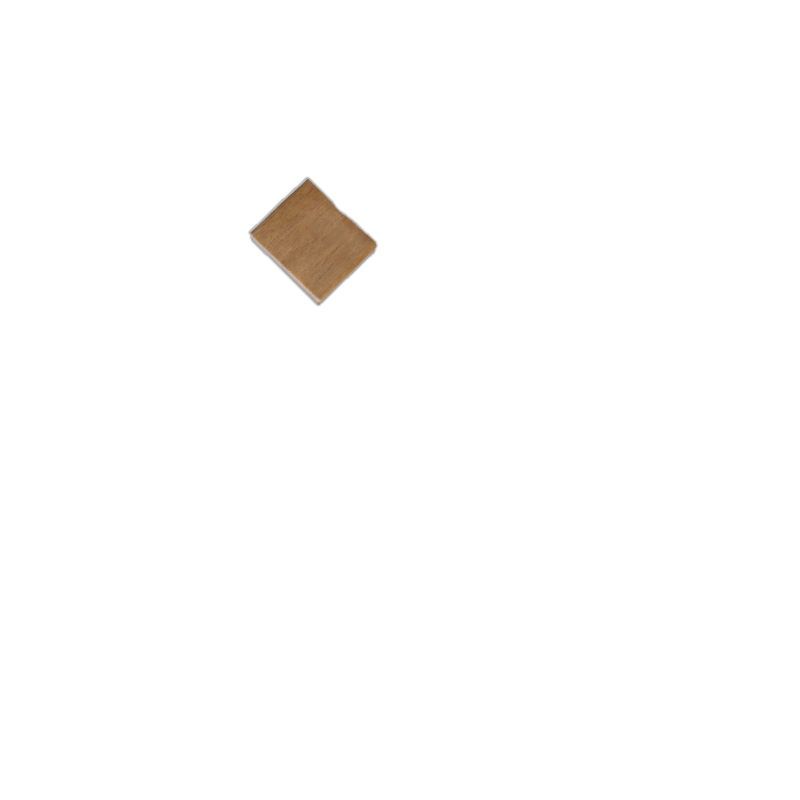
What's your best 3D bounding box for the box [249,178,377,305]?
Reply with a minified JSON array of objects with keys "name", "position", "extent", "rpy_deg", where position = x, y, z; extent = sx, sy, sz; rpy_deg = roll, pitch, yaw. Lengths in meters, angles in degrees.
[{"name":"box","position":[-0.077,-0.141,0.987],"extent":[0.092,0.074,0.029],"rpy_deg":[44,-10,9]}]
